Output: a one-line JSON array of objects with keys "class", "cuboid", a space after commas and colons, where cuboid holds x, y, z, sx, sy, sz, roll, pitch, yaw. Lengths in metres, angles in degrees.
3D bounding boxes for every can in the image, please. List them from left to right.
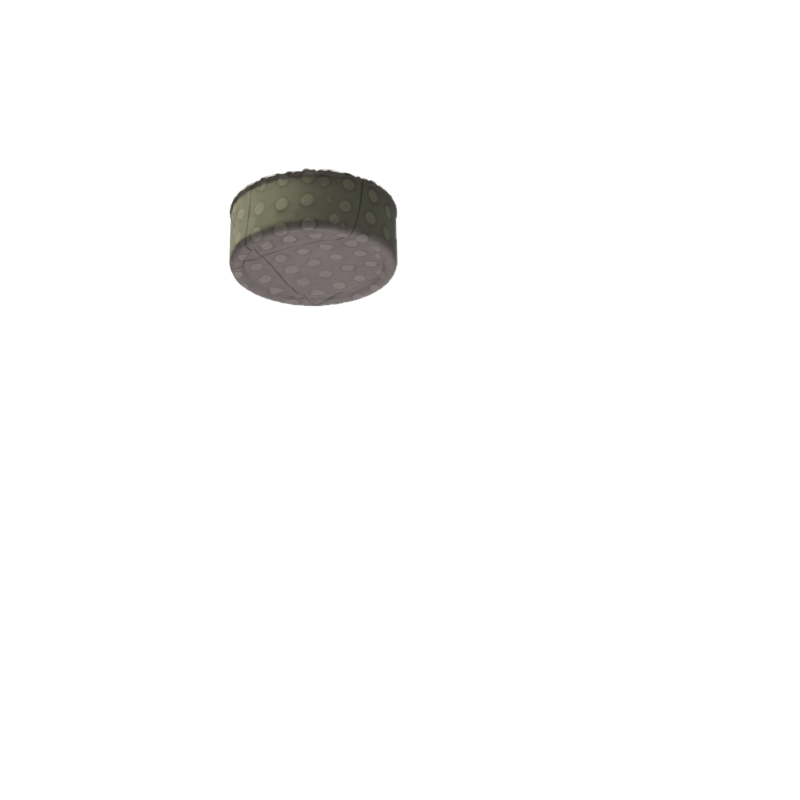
[{"class": "can", "cuboid": [-0.044, -0.080, 0.560, 0.086, 0.035, 0.081, 1, -23, -2]}]
